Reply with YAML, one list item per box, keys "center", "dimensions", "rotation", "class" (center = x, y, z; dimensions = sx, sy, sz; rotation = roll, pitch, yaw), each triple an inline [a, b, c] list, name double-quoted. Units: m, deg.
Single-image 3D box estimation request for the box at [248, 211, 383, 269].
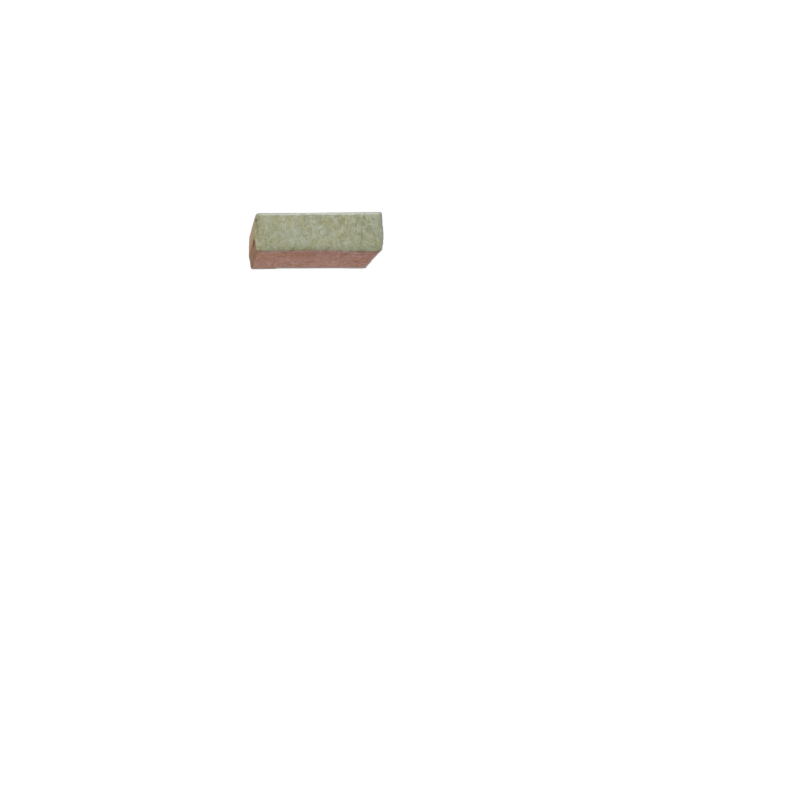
- center: [-0.078, -0.142, 0.991]
  dimensions: [0.112, 0.040, 0.089]
  rotation: [0, -4, -8]
  class: "box"
